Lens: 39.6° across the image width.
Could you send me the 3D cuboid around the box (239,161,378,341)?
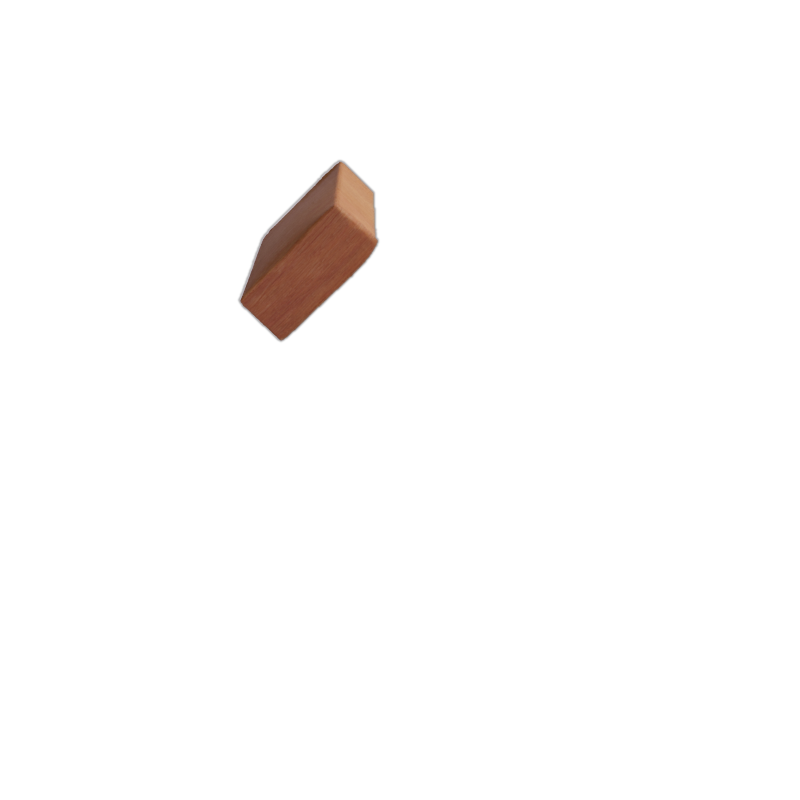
[{"bbox_3d":[-0.062,-0.113,0.788,0.046,0.093,0.184,43,12,-18],"label":"box"}]
